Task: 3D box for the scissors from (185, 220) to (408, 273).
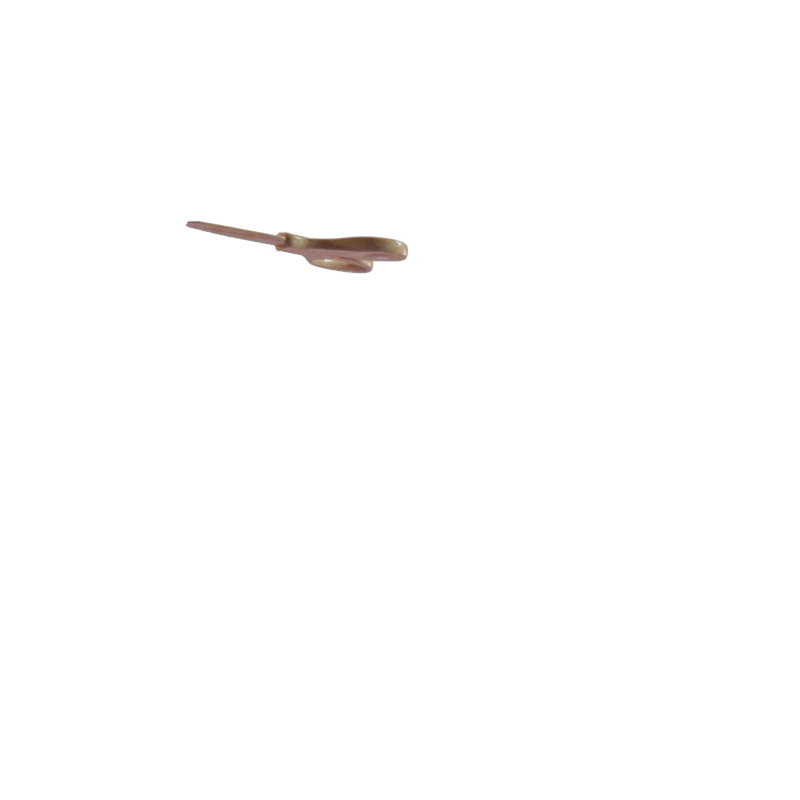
[{"bbox_3d":[-0.069,-0.126,0.880,0.099,0.016,0.192,-3,-6,31],"label":"scissors"}]
